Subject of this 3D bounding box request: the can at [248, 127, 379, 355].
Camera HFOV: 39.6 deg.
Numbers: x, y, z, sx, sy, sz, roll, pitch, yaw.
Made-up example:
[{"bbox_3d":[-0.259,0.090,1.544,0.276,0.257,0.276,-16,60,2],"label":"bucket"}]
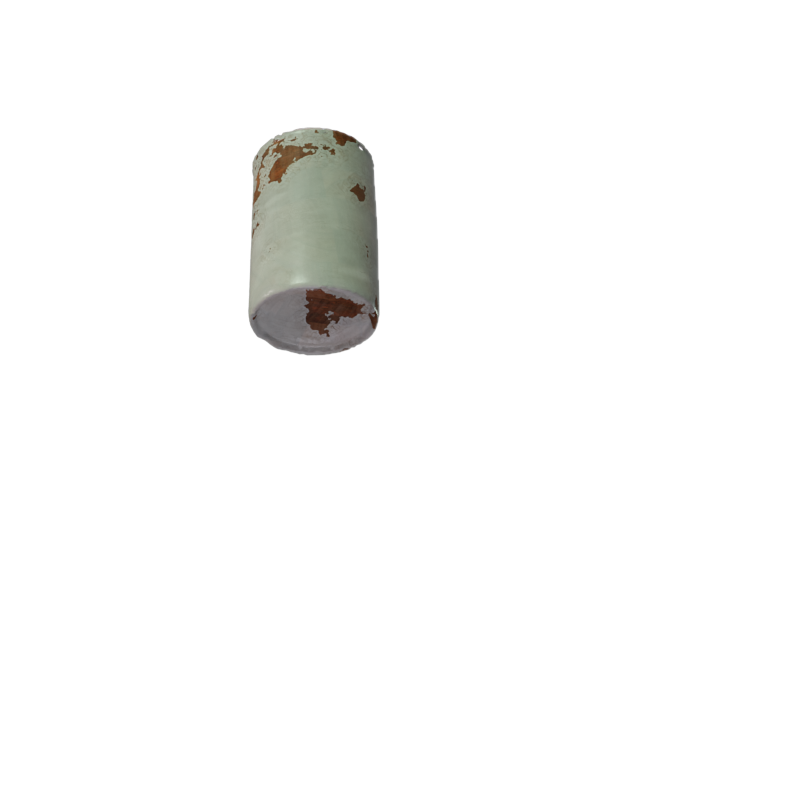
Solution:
[{"bbox_3d":[-0.046,-0.084,0.586,0.068,0.109,0.064,-1,-33,-2],"label":"can"}]
